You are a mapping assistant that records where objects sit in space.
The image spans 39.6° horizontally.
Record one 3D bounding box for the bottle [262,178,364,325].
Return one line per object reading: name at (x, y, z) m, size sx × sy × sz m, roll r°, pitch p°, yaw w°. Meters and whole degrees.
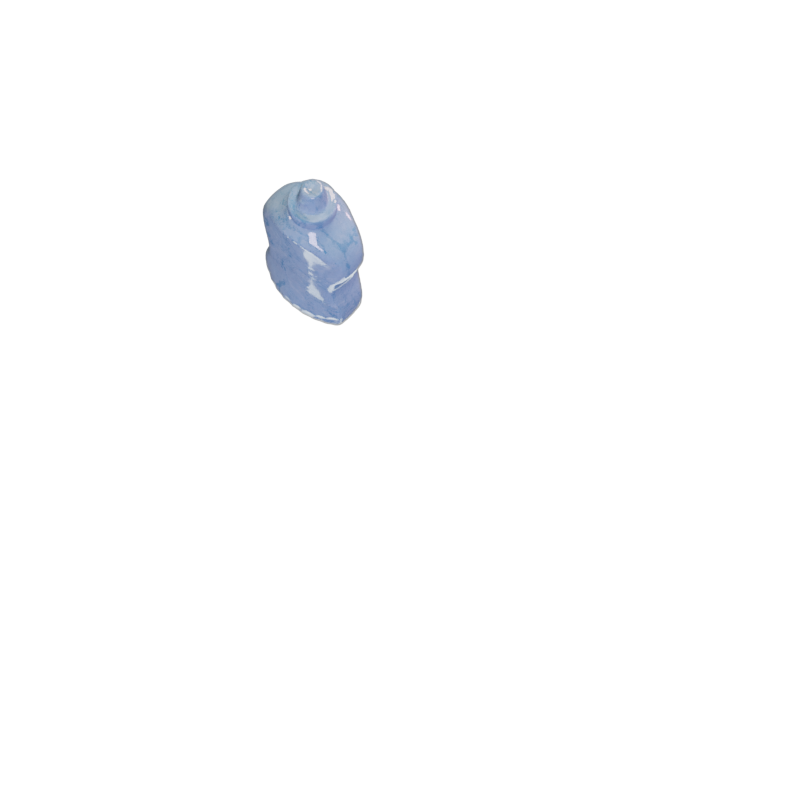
bottle at (-0.075, -0.136, 0.955) m, size 0.100 × 0.059 × 0.182 m, roll 42°, pitch -17°, yaw 12°
